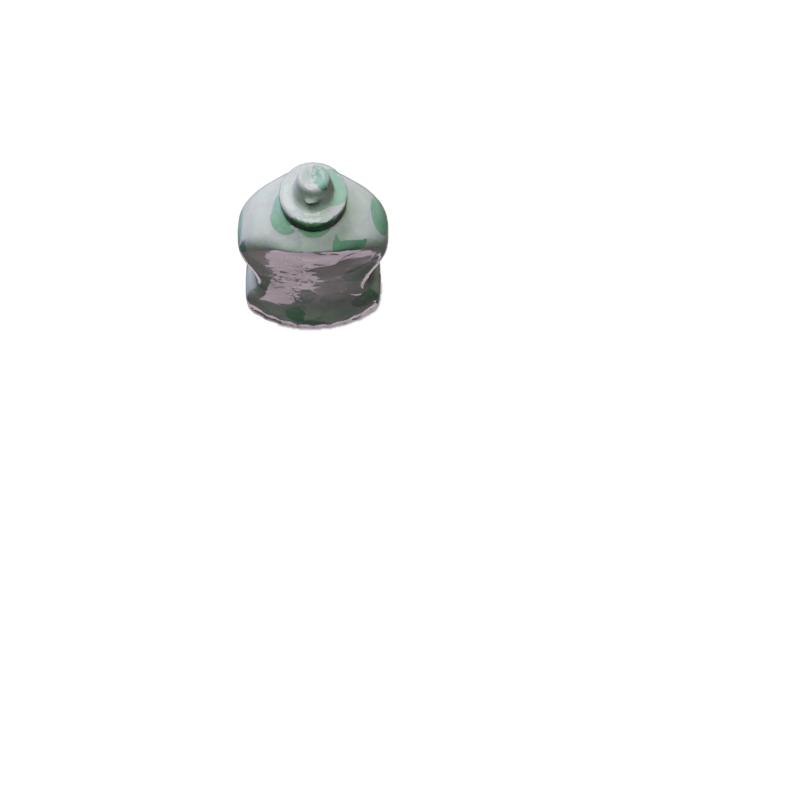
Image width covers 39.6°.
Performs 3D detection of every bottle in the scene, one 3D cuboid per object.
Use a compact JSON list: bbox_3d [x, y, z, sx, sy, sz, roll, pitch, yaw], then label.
[{"bbox_3d":[-0.056,-0.103,0.722,0.096,0.061,0.183,2,-17,-3],"label":"bottle"}]
